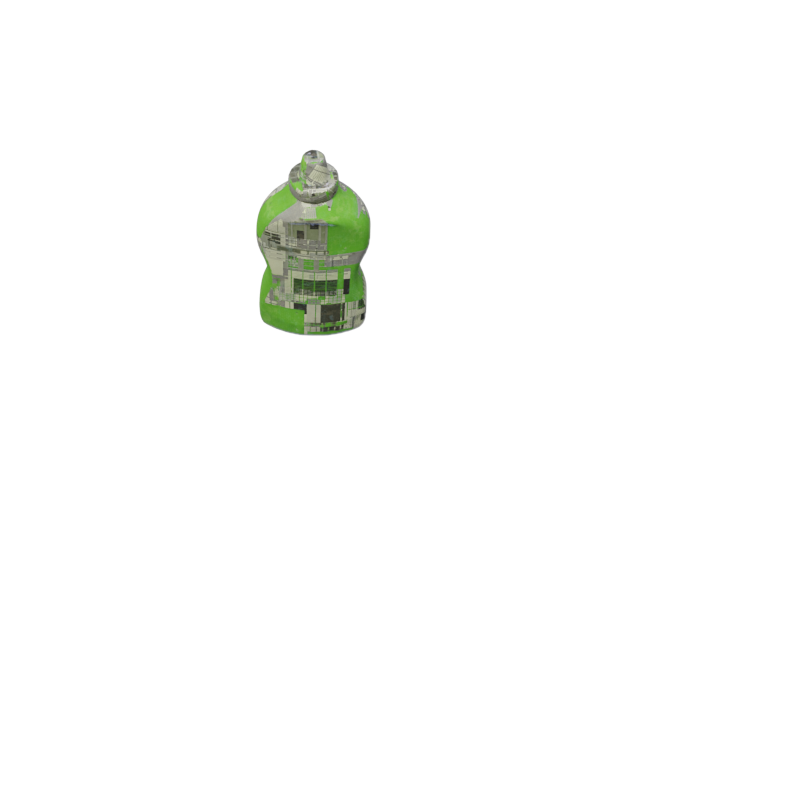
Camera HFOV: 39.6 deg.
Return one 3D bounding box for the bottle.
[{"bbox_3d":[-0.074,-0.135,0.945,0.096,0.062,0.179,4,-40,0],"label":"bottle"}]
